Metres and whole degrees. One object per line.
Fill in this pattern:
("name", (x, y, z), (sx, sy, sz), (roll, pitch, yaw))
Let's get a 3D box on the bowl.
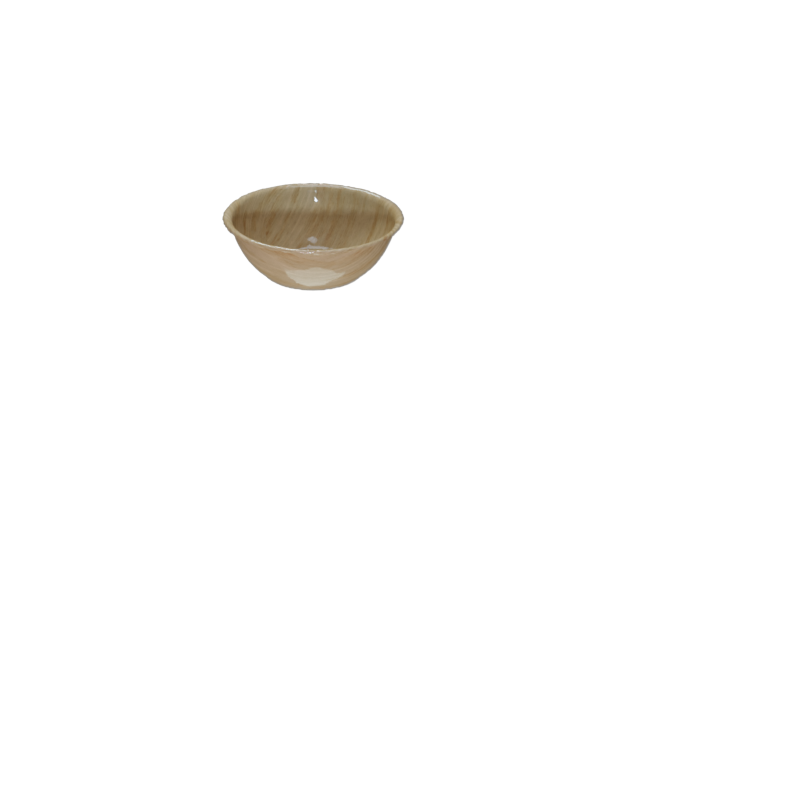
("bowl", (-0.078, -0.143, 0.998), (0.162, 0.052, 0.172), (-1, 29, -2))
